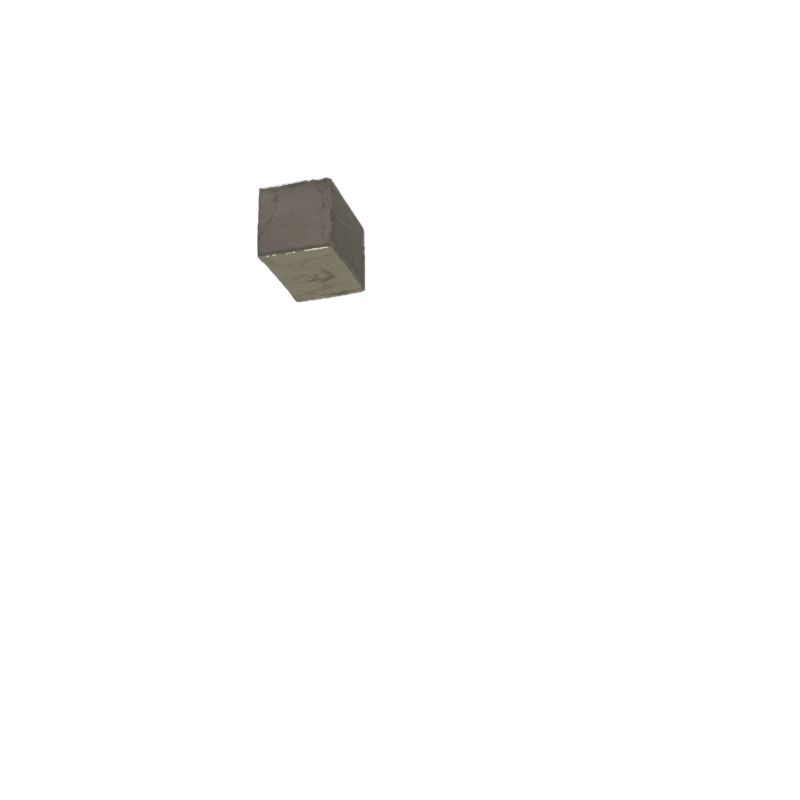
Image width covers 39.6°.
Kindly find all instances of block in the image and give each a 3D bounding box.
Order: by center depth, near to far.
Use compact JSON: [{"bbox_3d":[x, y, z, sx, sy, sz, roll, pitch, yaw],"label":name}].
[{"bbox_3d":[-0.059,-0.107,0.748,0.053,0.054,0.073,-7,-23,14],"label":"block"}]
